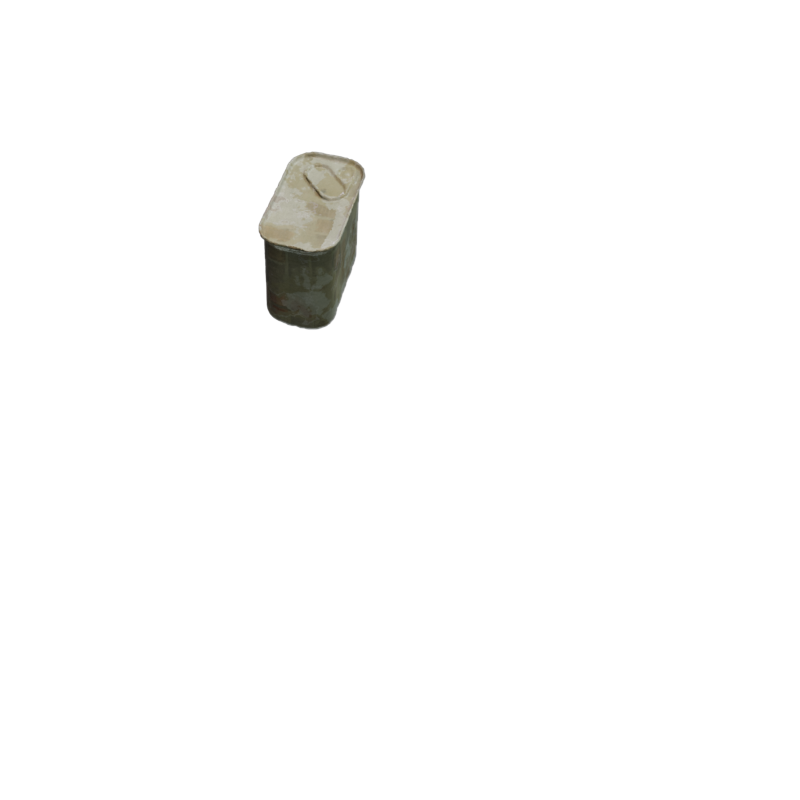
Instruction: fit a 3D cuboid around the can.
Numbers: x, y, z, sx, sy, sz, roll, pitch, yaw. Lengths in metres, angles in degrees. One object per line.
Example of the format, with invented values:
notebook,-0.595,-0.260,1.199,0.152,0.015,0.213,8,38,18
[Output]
can,-0.063,-0.114,0.801,0.058,0.107,0.078,11,-42,7
